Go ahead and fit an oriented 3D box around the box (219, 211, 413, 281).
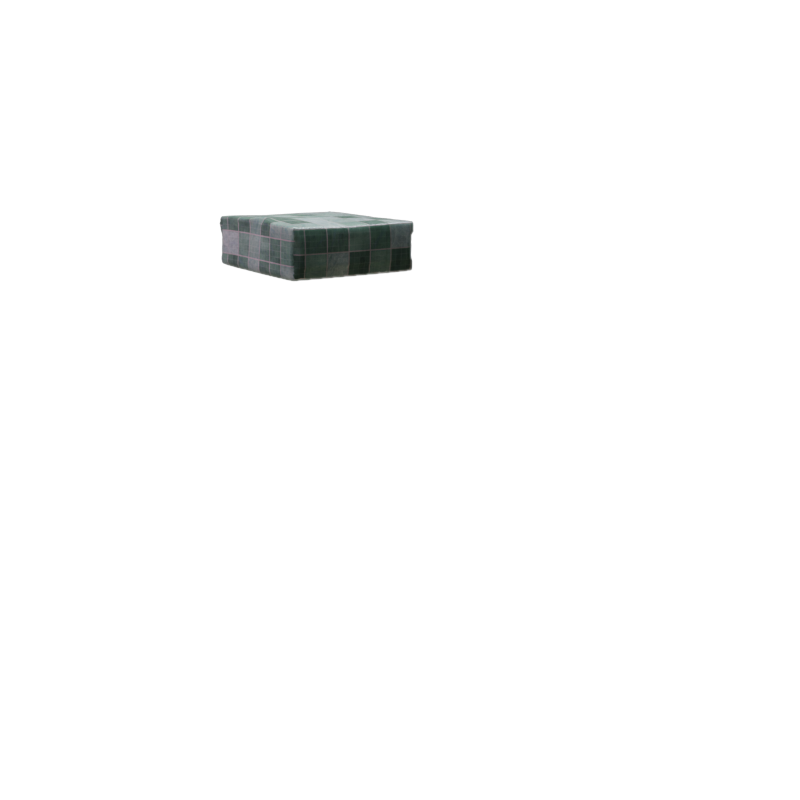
[{"bbox_3d":[-0.047,-0.086,0.604,0.071,0.029,0.094,-8,15,-31],"label":"box"}]
